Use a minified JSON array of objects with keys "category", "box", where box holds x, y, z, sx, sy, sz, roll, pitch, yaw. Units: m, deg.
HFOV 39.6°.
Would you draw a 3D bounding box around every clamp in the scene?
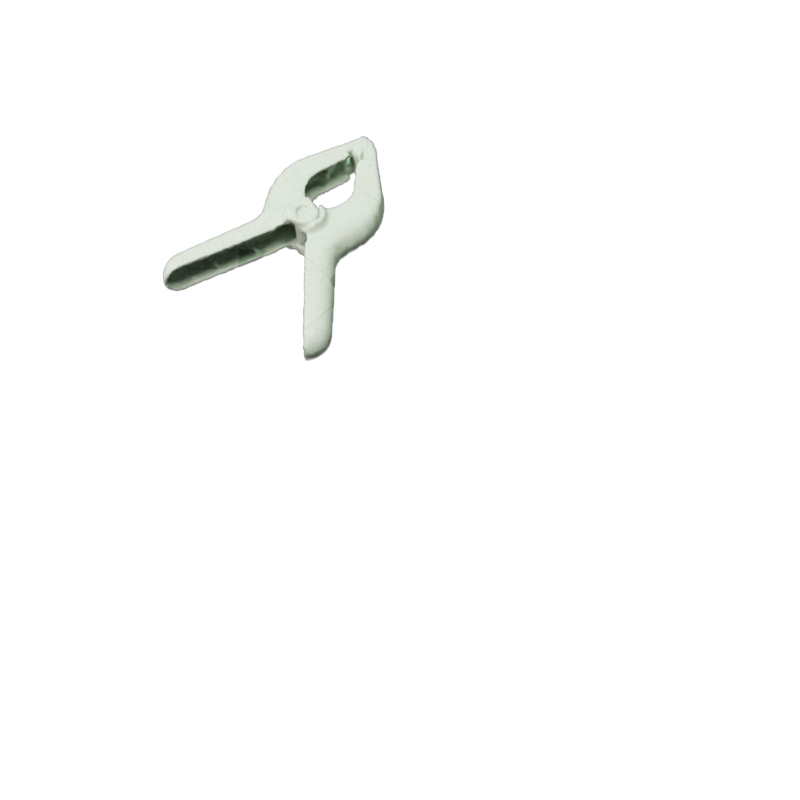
[{"category":"clamp","box":[-0.056,-0.103,0.721,0.126,0.174,0.037,35,-25,18]}]
